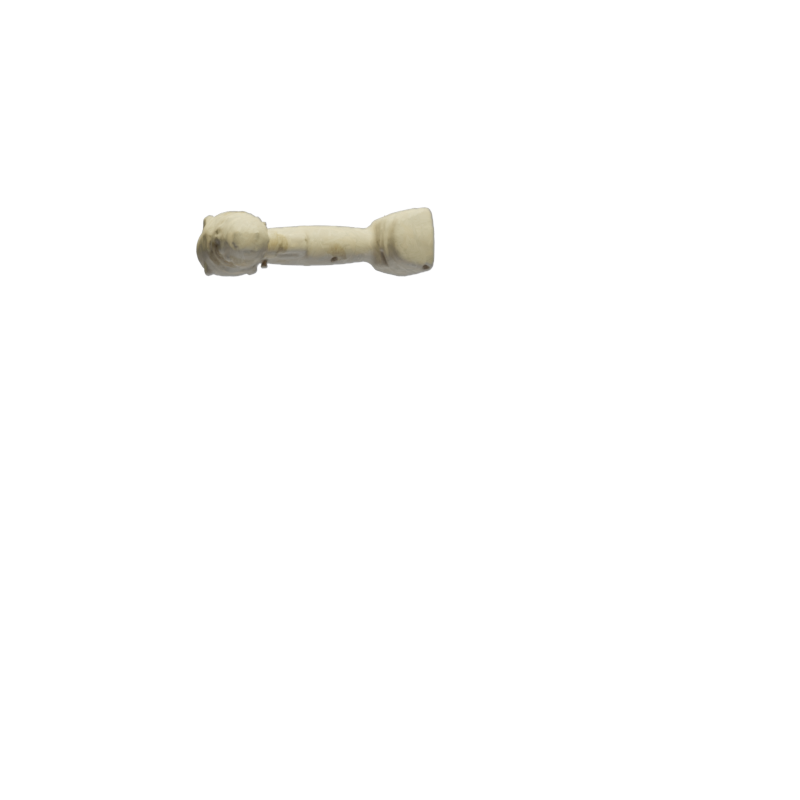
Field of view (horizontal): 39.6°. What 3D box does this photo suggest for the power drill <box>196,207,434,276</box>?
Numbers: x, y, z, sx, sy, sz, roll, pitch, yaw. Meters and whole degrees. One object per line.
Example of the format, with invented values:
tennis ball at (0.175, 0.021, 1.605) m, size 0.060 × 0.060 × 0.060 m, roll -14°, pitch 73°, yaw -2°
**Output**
power drill at (-0.071, -0.130, 0.909) m, size 0.185 × 0.057 × 0.188 m, roll -1°, pitch 6°, yaw -13°
